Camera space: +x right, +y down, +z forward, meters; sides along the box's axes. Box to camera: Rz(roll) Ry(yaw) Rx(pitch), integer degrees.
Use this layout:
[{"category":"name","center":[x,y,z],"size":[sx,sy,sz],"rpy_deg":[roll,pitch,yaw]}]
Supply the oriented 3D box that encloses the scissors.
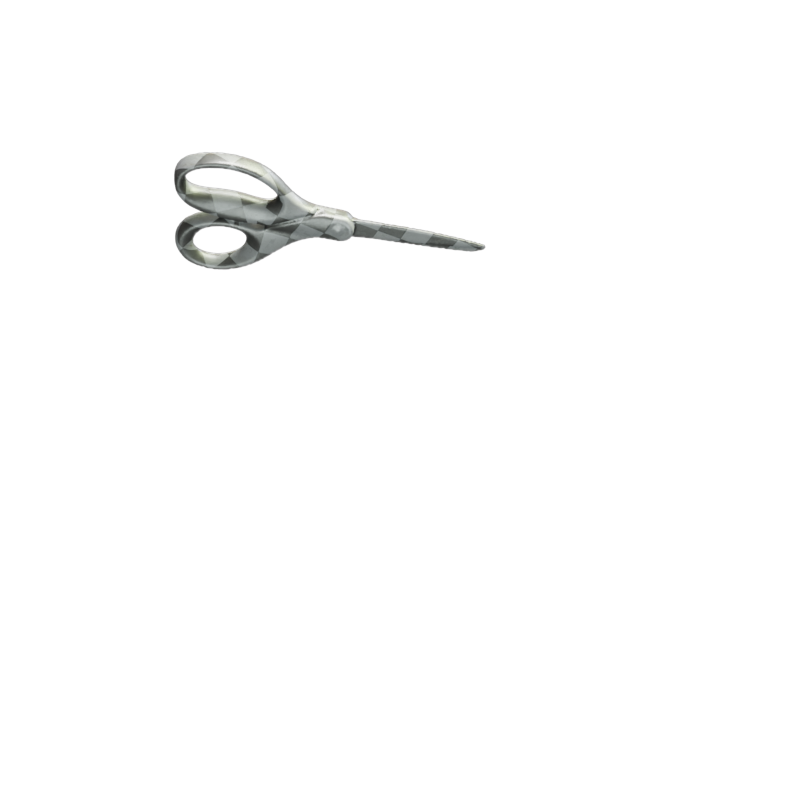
[{"category":"scissors","center":[-0.055,-0.101,0.709],"size":[0.194,0.017,0.093],"rpy_deg":[20,-47,-20]}]
